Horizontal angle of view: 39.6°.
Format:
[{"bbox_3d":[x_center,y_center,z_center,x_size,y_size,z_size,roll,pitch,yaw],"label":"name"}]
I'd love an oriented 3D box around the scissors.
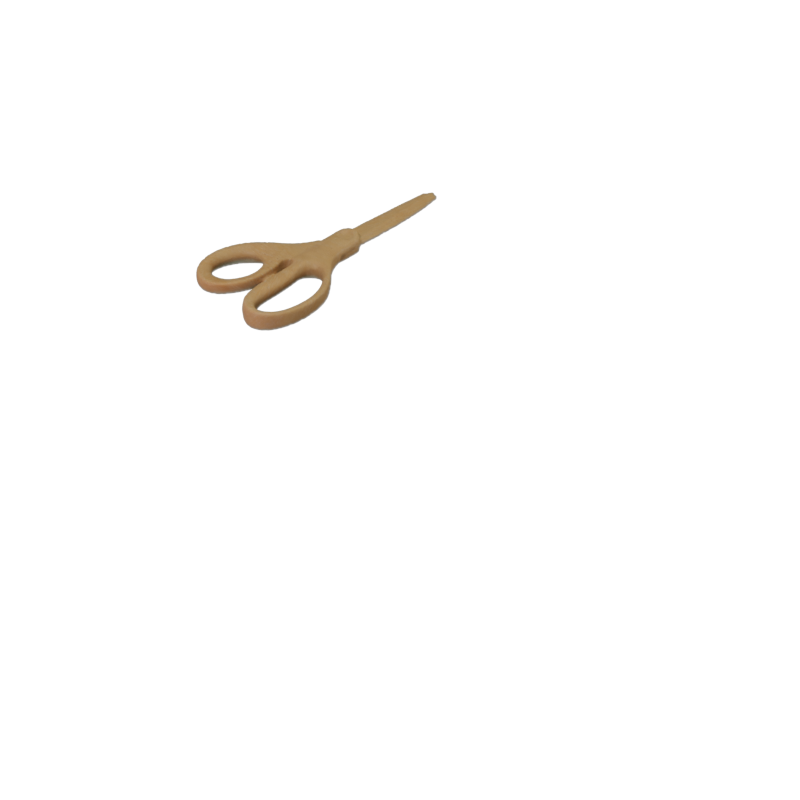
[{"bbox_3d":[-0.058,-0.105,0.737,0.100,0.015,0.207,14,37,20],"label":"scissors"}]
